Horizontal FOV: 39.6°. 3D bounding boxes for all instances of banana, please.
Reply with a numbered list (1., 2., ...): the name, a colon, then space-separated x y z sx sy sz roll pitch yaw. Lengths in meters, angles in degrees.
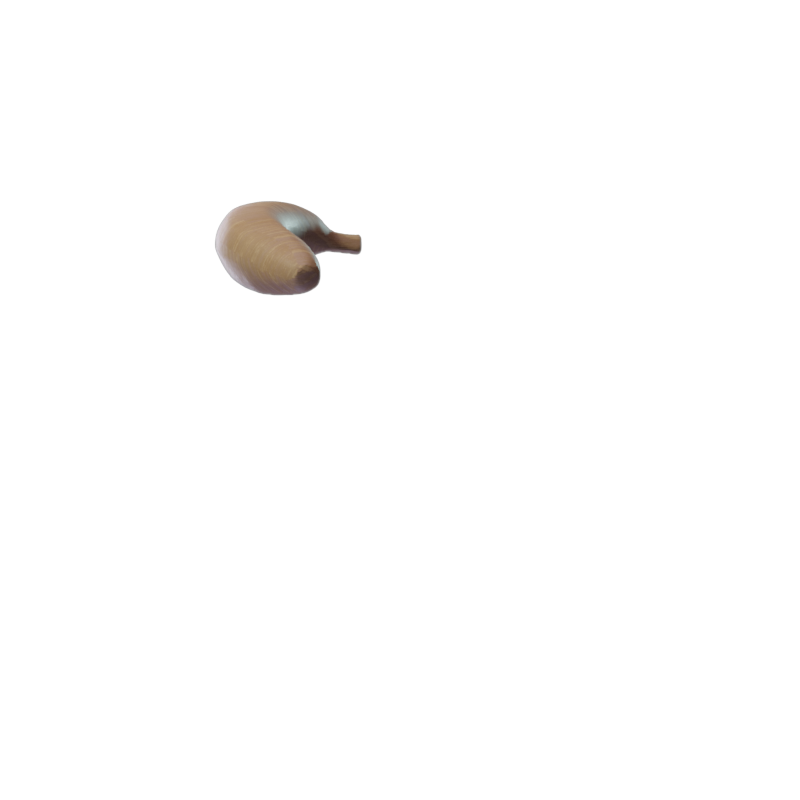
1. banana: -0.063 -0.084 0.585 0.070 0.036 0.201 1 14 5
